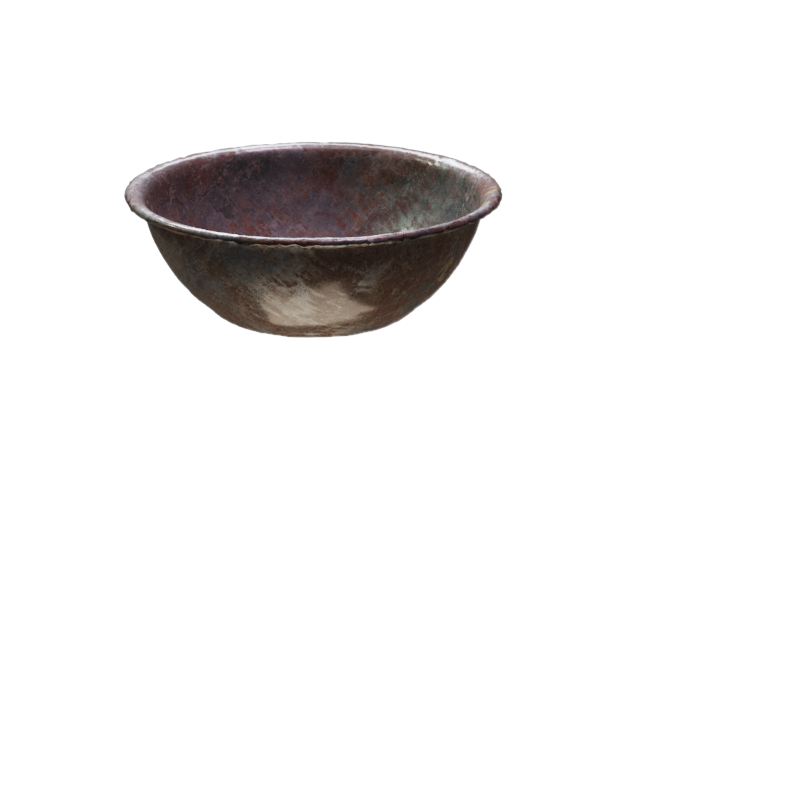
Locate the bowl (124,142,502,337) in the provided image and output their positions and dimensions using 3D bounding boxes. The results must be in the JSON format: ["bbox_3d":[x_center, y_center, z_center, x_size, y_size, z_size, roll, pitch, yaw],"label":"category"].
[{"bbox_3d":[-0.038,-0.070,0.487,0.162,0.052,0.170,-1,24,-2],"label":"bowl"}]
